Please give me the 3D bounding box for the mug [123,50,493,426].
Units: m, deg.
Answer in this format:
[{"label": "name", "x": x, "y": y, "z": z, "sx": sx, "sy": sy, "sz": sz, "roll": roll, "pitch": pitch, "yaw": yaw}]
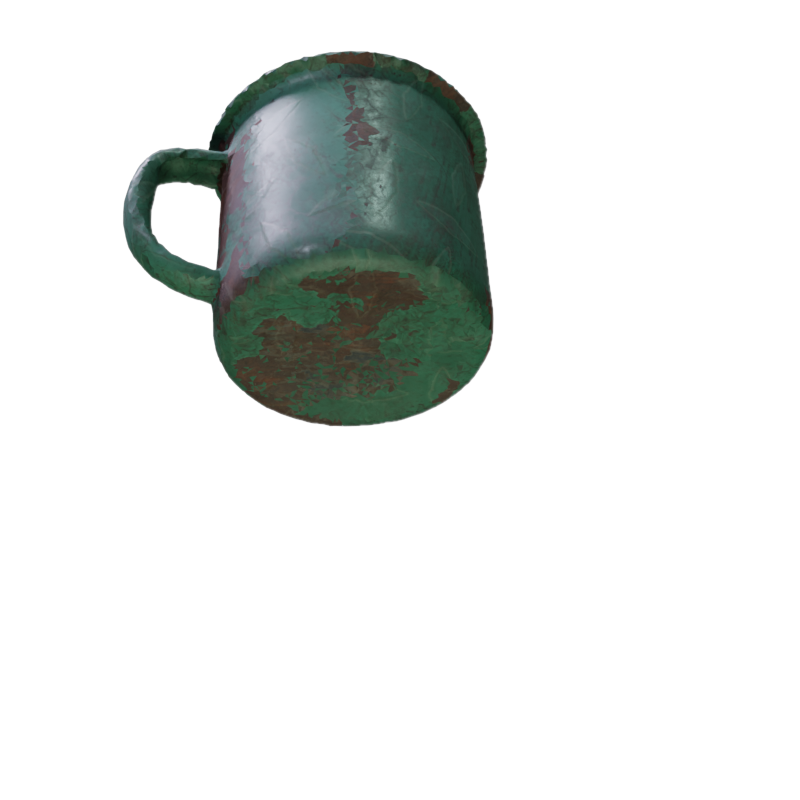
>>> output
[{"label": "mug", "x": -0.027, "y": -0.049, "z": 0.341, "sx": 0.114, "sy": 0.087, "sz": 0.089, "roll": 11, "pitch": -42, "yaw": -14}]
